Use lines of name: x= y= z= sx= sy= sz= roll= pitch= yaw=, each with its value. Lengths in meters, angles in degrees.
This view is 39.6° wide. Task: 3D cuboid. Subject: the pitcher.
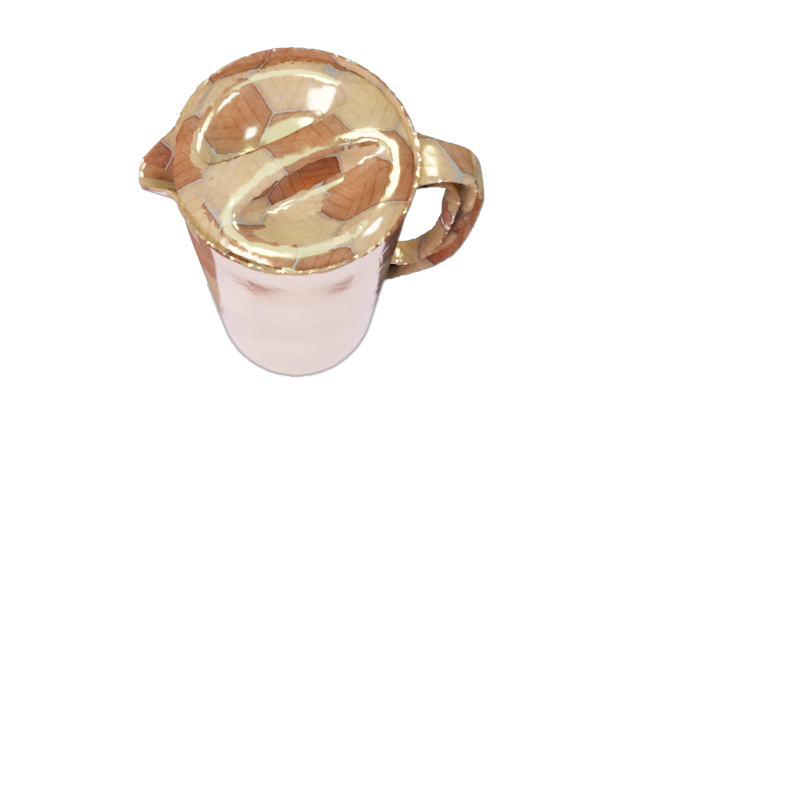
pitcher: x=-0.054 y=-0.098 z=0.684 sx=0.154 sy=0.147 sz=0.233 roll=41 pitch=-15 yaw=9
